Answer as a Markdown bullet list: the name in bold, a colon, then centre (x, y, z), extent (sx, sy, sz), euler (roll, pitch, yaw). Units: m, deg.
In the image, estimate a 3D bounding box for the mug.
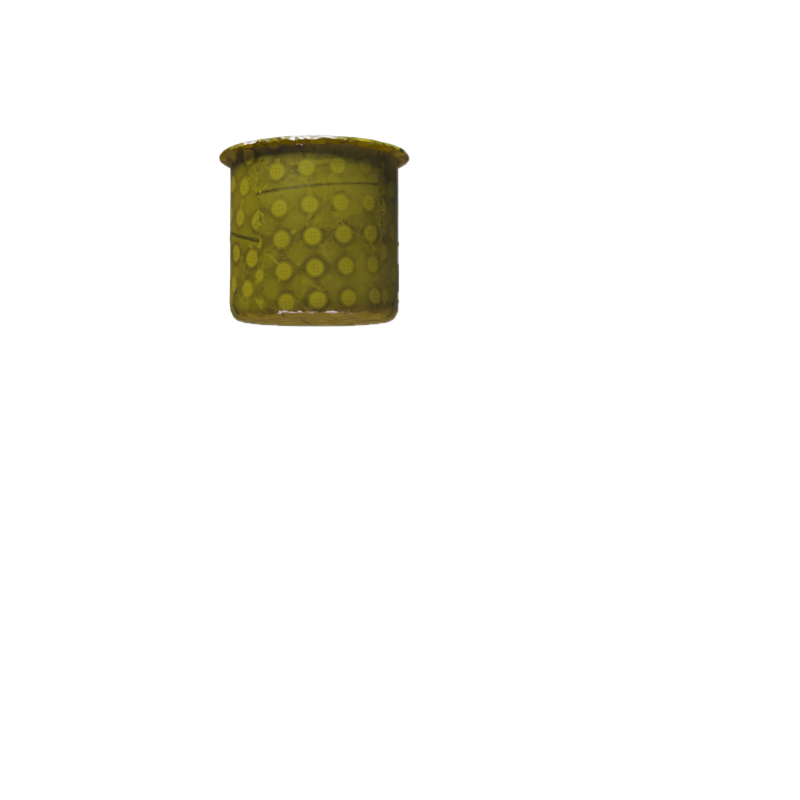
- **mug**: centre (-0.043, -0.079, 0.550), extent (0.093, 0.083, 0.116), euler (0, -3, -6)
